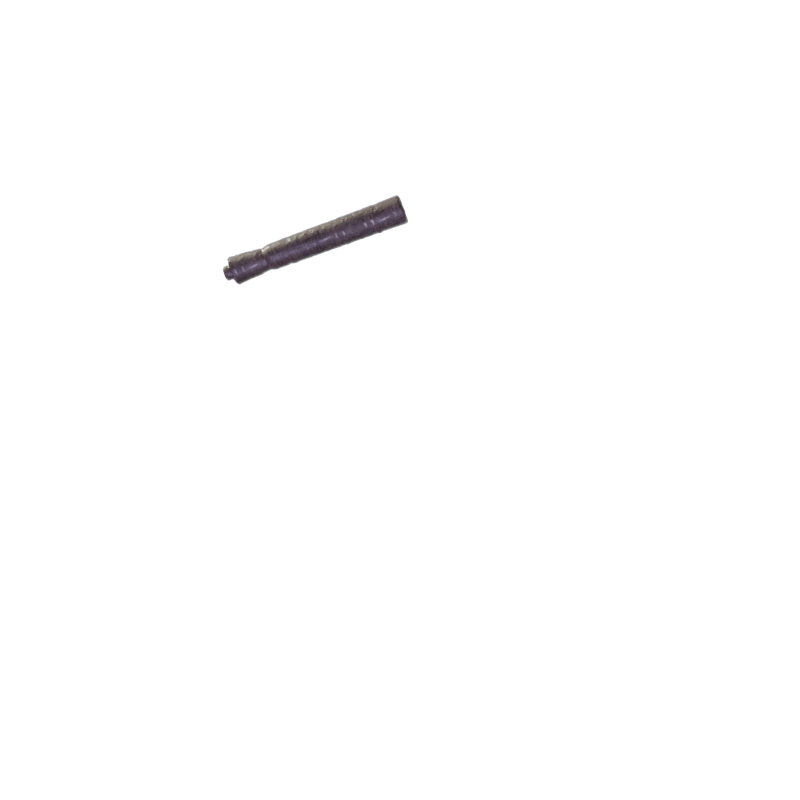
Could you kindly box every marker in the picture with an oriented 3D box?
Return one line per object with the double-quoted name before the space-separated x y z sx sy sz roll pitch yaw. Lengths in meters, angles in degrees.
"marker" -0.055 -0.100 0.701 0.121 0.020 0.020 -19 2 8
